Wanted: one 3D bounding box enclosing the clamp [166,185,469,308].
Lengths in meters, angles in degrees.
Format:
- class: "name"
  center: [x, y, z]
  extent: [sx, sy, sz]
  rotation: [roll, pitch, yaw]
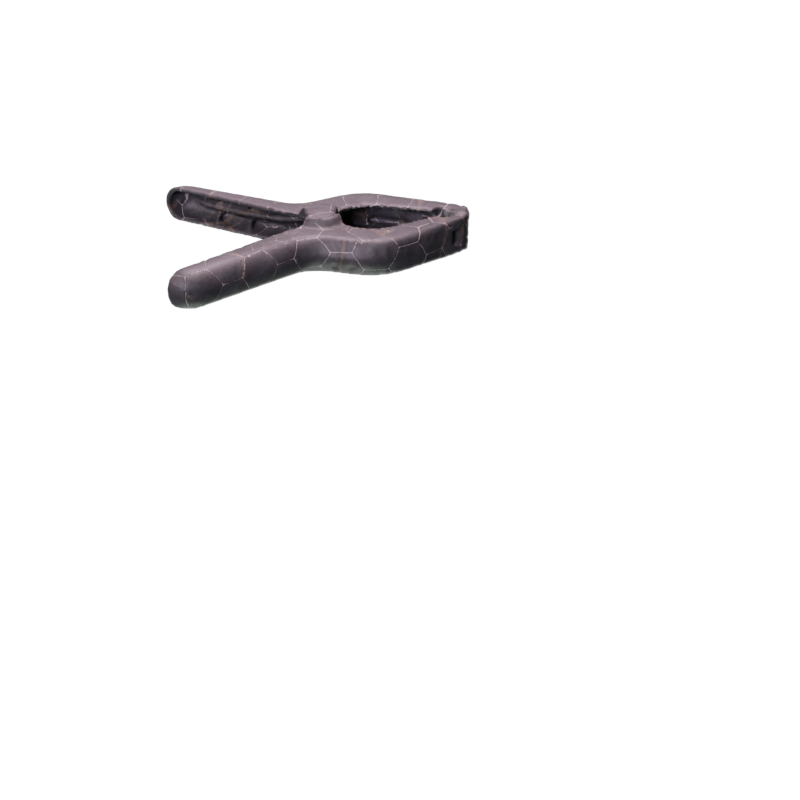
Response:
- class: "clamp"
  center: [-0.057, -0.104, 0.730]
  extent: [0.210, 0.034, 0.175]
  rotation: [-1, 30, -2]
